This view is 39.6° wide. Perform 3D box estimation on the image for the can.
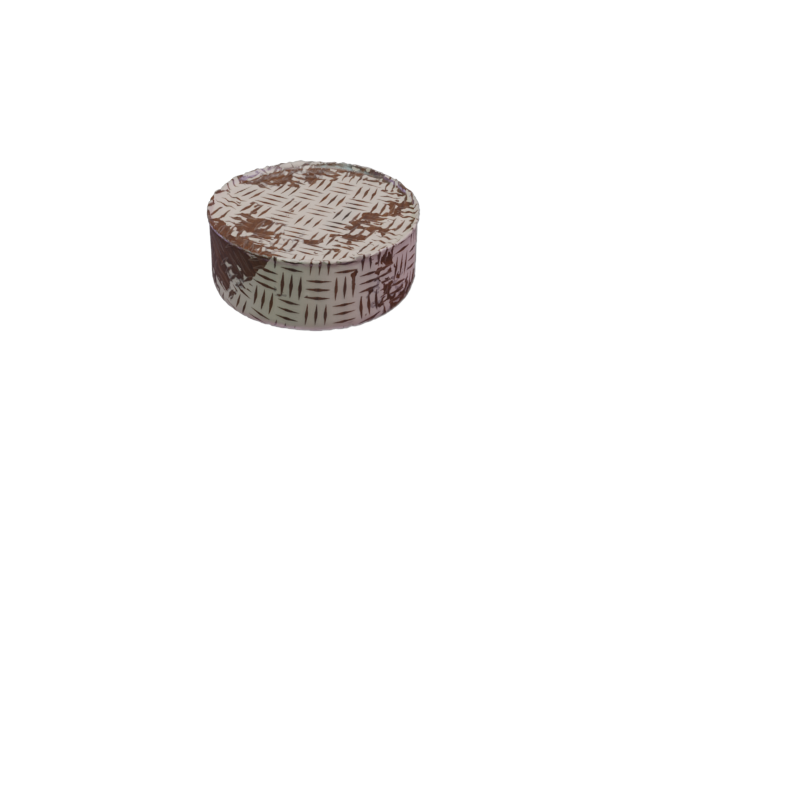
[{"bbox_3d":[-0.036,-0.065,0.454,0.086,0.031,0.092,-1,35,-2],"label":"can"}]
